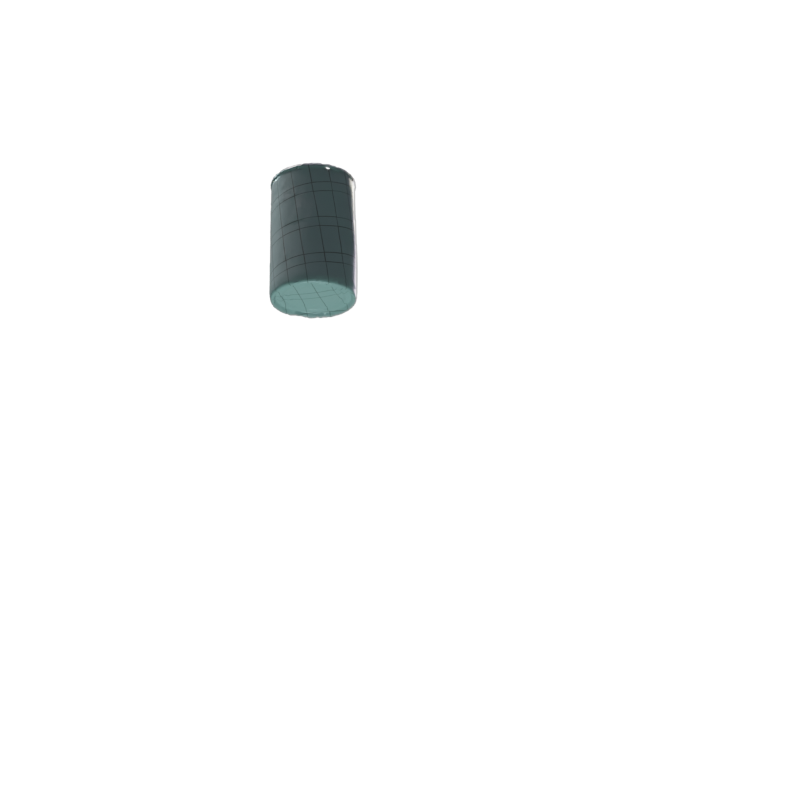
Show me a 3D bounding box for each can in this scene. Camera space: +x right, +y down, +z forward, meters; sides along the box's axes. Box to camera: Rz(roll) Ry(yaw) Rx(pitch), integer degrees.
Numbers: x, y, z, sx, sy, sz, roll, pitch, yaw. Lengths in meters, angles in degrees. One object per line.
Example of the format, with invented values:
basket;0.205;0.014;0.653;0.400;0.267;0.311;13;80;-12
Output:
can;-0.067;-0.122;0.856;0.068;0.108;0.065;0;-25;-2
